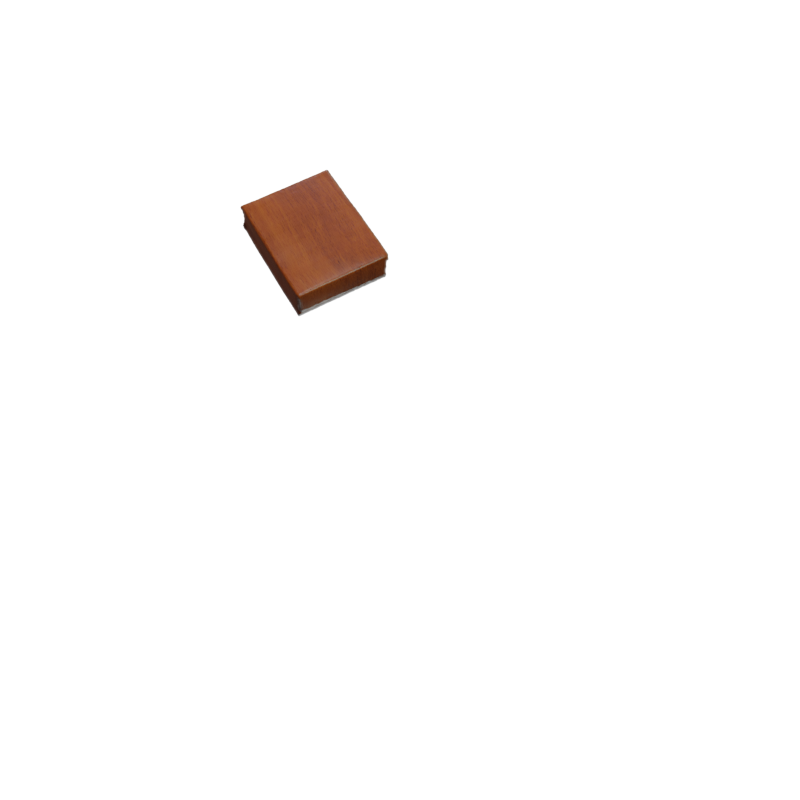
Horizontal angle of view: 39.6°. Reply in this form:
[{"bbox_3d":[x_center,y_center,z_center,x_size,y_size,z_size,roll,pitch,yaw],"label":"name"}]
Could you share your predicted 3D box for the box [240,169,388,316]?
[{"bbox_3d":[-0.077,-0.140,0.984,0.089,0.122,0.036,-25,-31,-17],"label":"box"}]
